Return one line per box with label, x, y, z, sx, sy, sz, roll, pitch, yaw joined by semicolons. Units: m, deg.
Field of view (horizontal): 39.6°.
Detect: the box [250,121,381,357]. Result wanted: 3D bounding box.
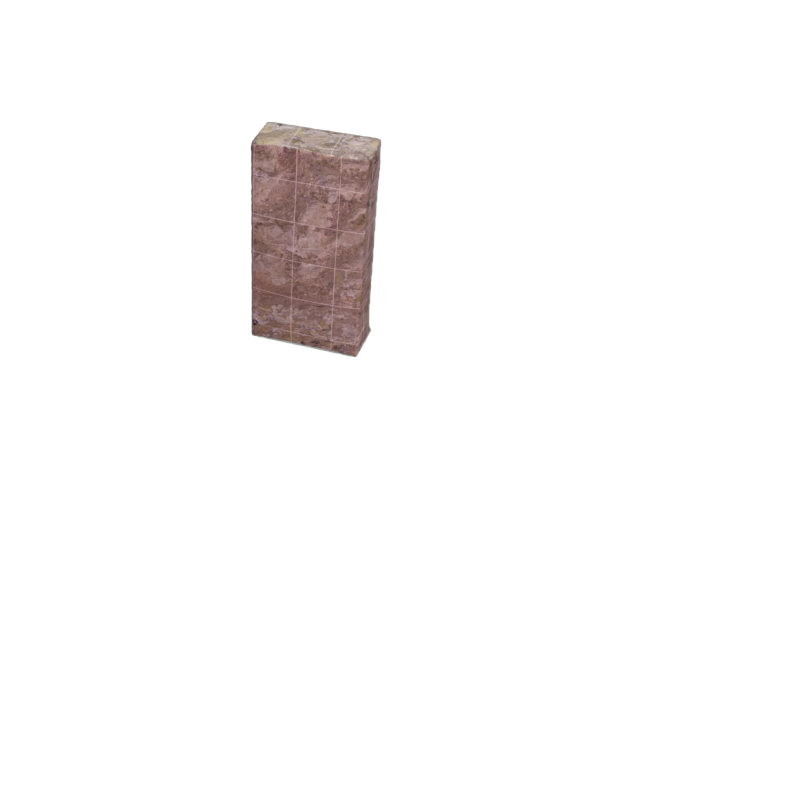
box;-0.068;-0.123;0.860;0.096;0.165;0.050;12;36;13
